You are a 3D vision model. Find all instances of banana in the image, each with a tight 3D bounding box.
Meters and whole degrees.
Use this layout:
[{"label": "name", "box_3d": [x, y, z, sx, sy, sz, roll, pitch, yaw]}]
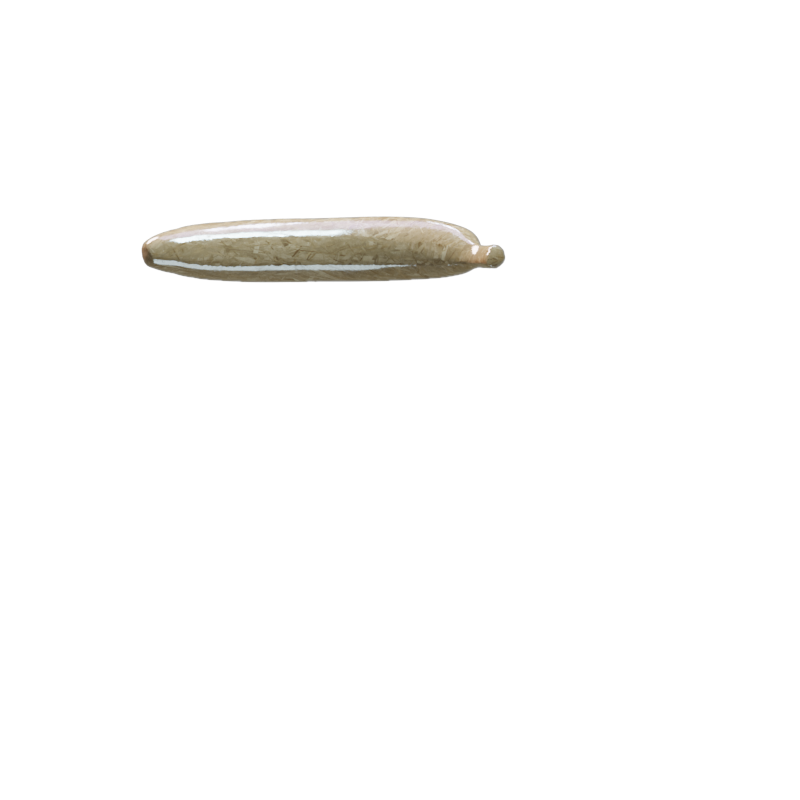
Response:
[{"label": "banana", "box_3d": [-0.042, -0.086, 0.623, 0.200, 0.037, 0.068, 0, -3, 9]}]
